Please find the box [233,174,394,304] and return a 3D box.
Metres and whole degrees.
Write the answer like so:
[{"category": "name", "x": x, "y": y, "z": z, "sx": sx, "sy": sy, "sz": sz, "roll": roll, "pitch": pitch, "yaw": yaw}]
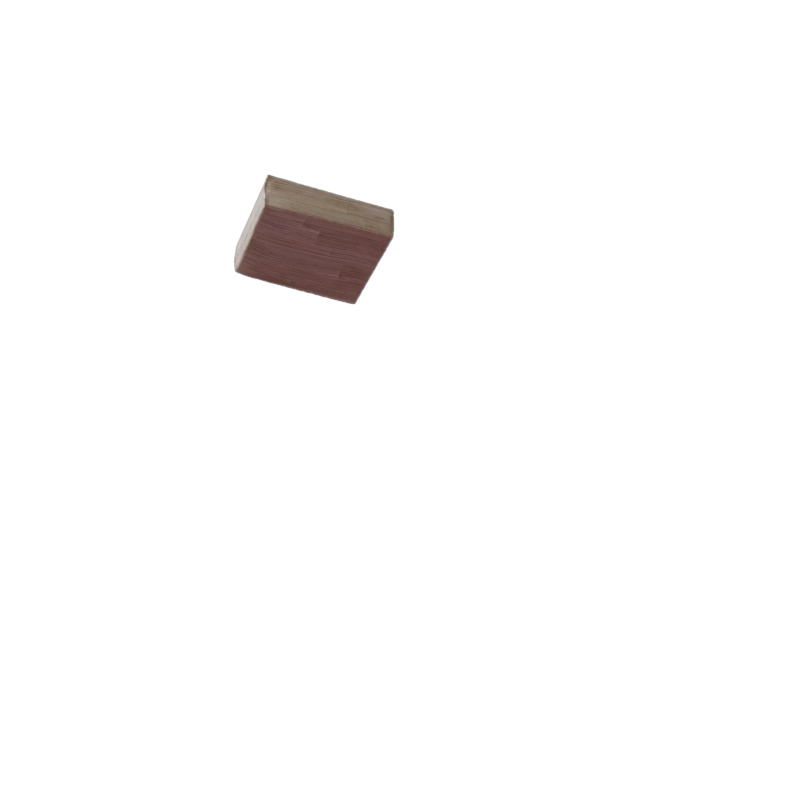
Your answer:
[{"category": "box", "x": -0.072, "y": -0.131, "z": 0.920, "sx": 0.110, "sy": 0.042, "sz": 0.086, "roll": 13, "pitch": -42, "yaw": -16}]
